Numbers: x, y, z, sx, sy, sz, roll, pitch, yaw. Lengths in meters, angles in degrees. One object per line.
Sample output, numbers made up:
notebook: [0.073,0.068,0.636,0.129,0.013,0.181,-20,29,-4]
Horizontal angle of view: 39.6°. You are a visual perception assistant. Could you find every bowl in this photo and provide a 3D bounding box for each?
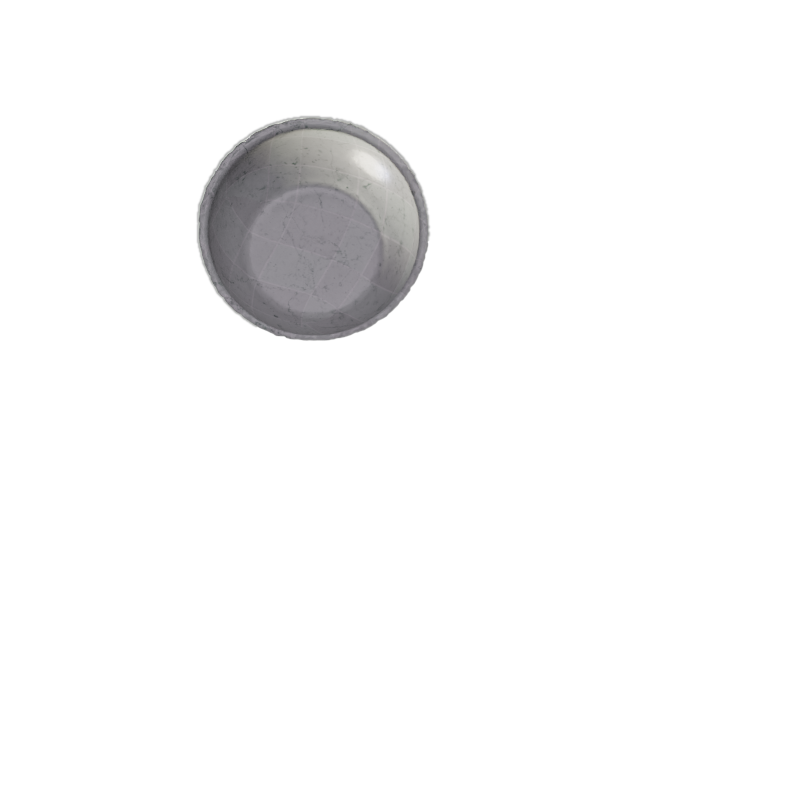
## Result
bowl: [-0.059,-0.107,0.748,0.162,0.156,0.057,0,17,-1]
